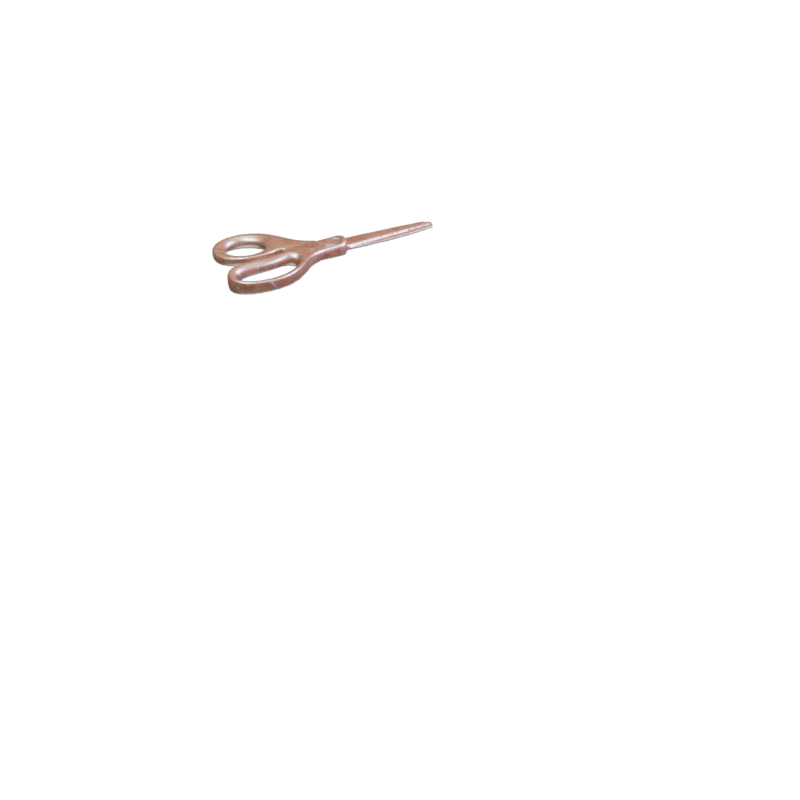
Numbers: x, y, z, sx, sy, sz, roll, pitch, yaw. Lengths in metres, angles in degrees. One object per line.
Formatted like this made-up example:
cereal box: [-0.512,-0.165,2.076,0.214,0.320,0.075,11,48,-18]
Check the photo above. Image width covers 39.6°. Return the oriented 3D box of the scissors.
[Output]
scissors: [-0.075,-0.136,0.953,0.103,0.015,0.201,28,42,36]
